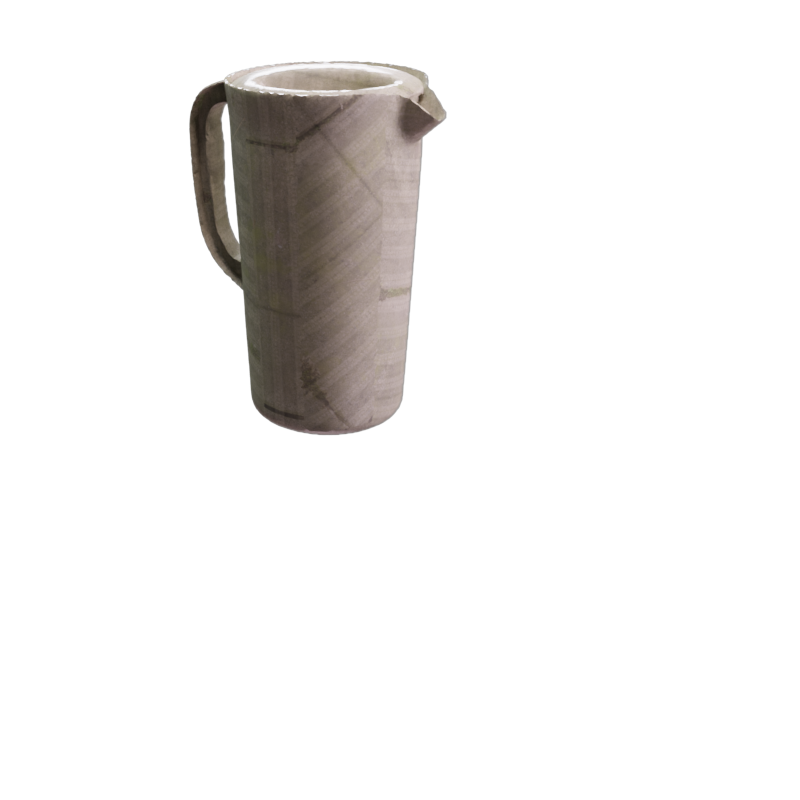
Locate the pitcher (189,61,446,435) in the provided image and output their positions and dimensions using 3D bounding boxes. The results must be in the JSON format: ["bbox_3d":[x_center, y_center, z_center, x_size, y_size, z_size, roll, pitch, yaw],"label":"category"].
[{"bbox_3d":[-0.059,-0.108,0.758,0.142,0.233,0.159,-6,22,-17],"label":"pitcher"}]
